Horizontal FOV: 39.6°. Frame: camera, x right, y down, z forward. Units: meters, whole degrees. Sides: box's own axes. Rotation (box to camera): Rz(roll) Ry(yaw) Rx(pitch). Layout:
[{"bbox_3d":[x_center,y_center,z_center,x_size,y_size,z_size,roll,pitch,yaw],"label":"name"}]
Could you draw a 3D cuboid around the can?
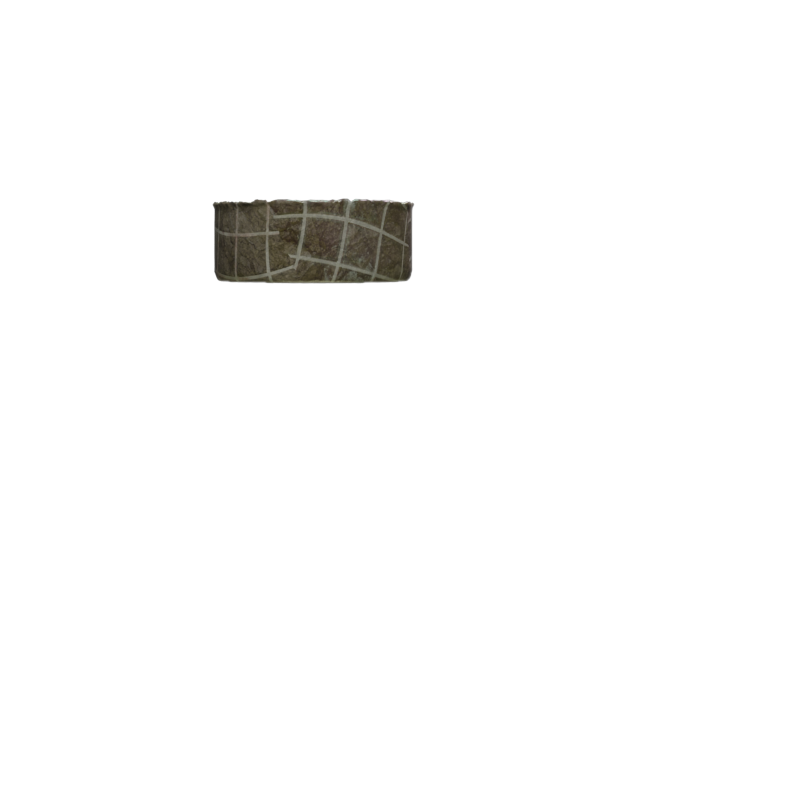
[{"bbox_3d":[-0.037,-0.068,0.474,0.086,0.033,0.087,0,7,-2],"label":"can"}]
